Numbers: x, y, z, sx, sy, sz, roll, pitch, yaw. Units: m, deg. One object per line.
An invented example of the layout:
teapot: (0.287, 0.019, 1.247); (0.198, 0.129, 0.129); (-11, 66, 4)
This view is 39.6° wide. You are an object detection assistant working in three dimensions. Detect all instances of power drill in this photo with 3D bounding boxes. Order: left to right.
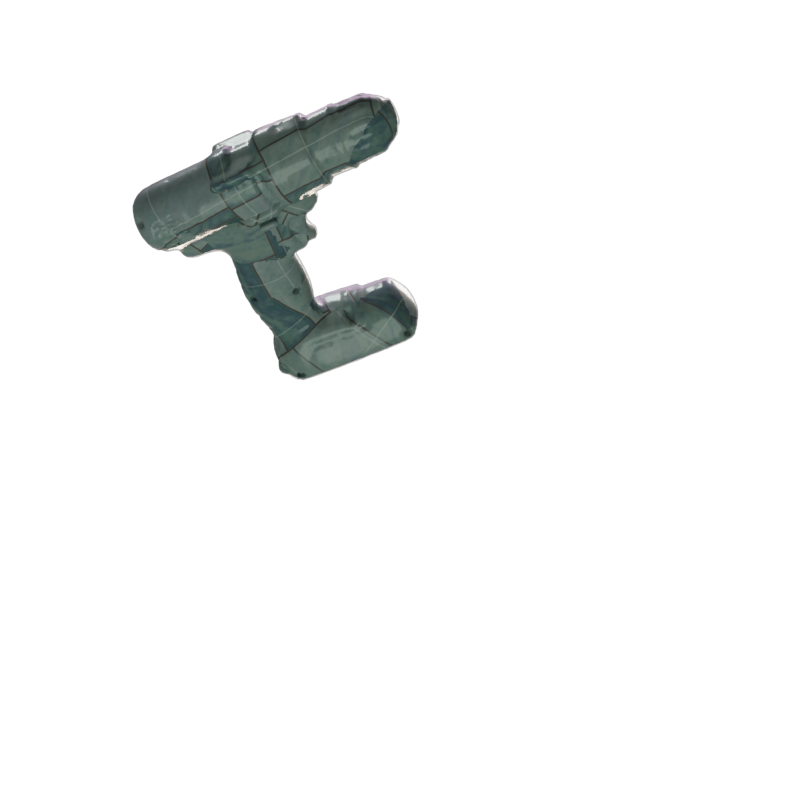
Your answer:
power drill: (-0.058, -0.106, 0.745); (0.185, 0.062, 0.174); (-20, -50, 17)
